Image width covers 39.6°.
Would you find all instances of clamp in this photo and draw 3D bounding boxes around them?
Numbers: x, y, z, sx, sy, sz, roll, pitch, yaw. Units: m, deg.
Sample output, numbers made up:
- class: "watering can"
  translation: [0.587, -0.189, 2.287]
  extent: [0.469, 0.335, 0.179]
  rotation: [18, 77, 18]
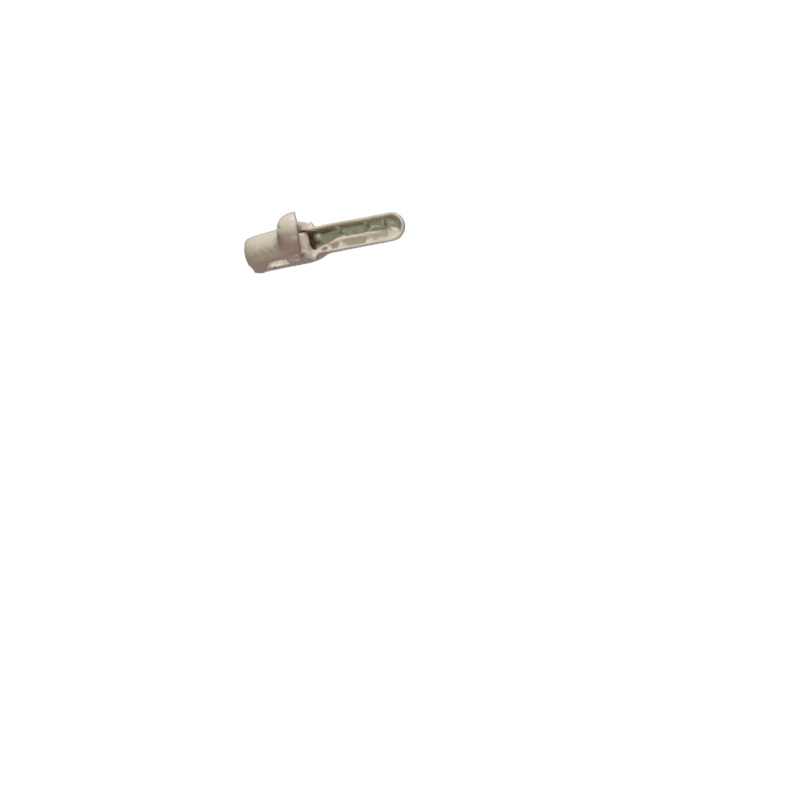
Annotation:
- class: "clamp"
  translation: [-0.077, -0.141, 0.985]
  extent: [0.116, 0.040, 0.174]
  rotation: [1, -2, -25]
